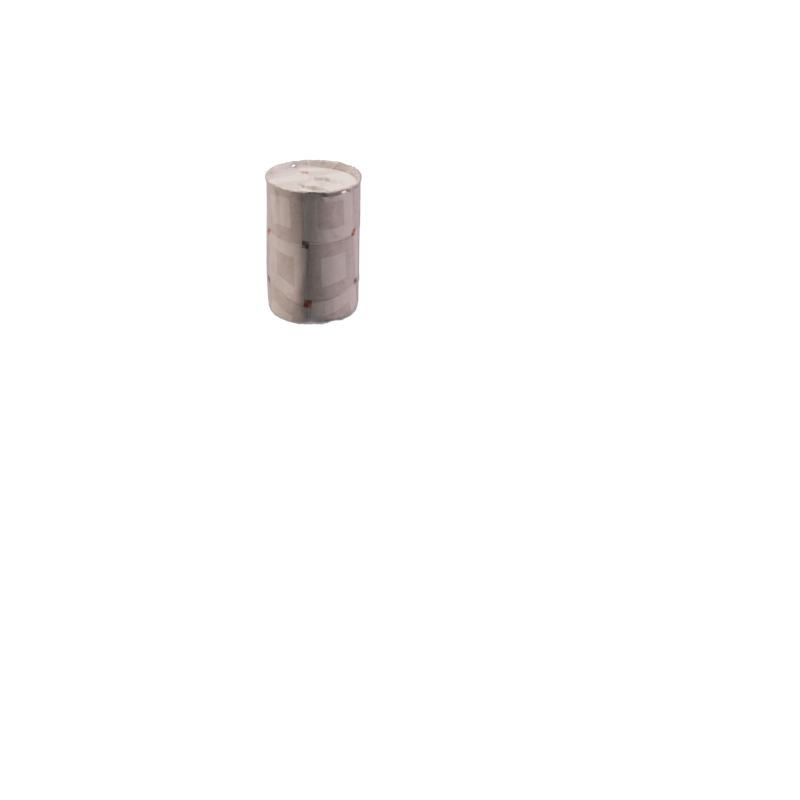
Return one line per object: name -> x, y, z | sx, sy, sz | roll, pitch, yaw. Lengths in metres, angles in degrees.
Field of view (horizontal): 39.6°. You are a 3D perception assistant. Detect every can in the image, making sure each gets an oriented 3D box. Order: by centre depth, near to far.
can -> -0.062, -0.113, 0.795 | 0.068, 0.097, 0.072 | 0, 25, -2
